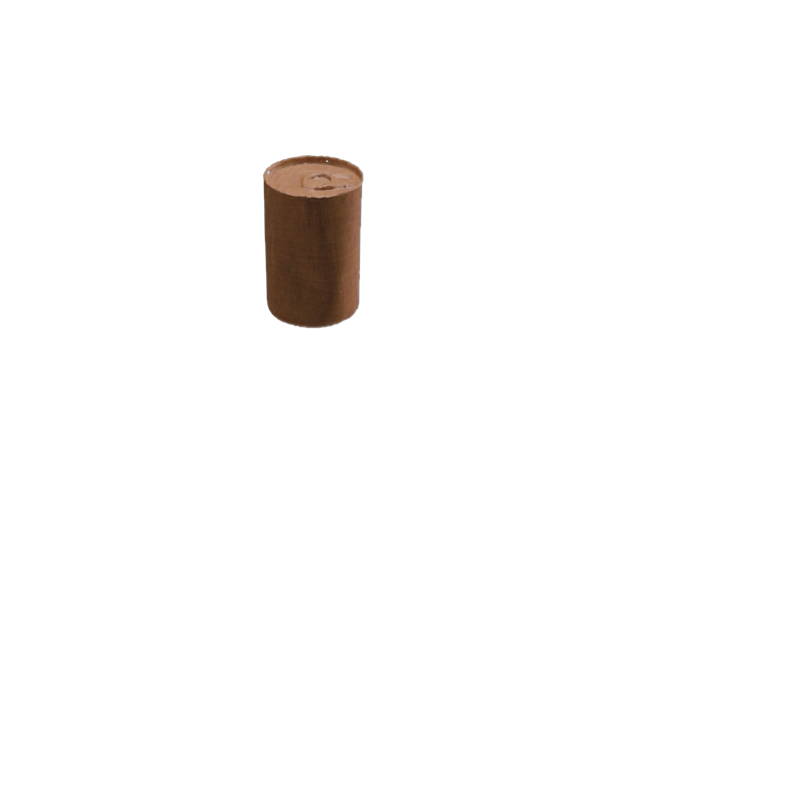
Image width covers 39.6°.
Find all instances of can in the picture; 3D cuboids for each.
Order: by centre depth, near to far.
[{"bbox_3d":[-0.060,-0.110,0.769,0.068,0.096,0.073,0,31,-3],"label":"can"}]
